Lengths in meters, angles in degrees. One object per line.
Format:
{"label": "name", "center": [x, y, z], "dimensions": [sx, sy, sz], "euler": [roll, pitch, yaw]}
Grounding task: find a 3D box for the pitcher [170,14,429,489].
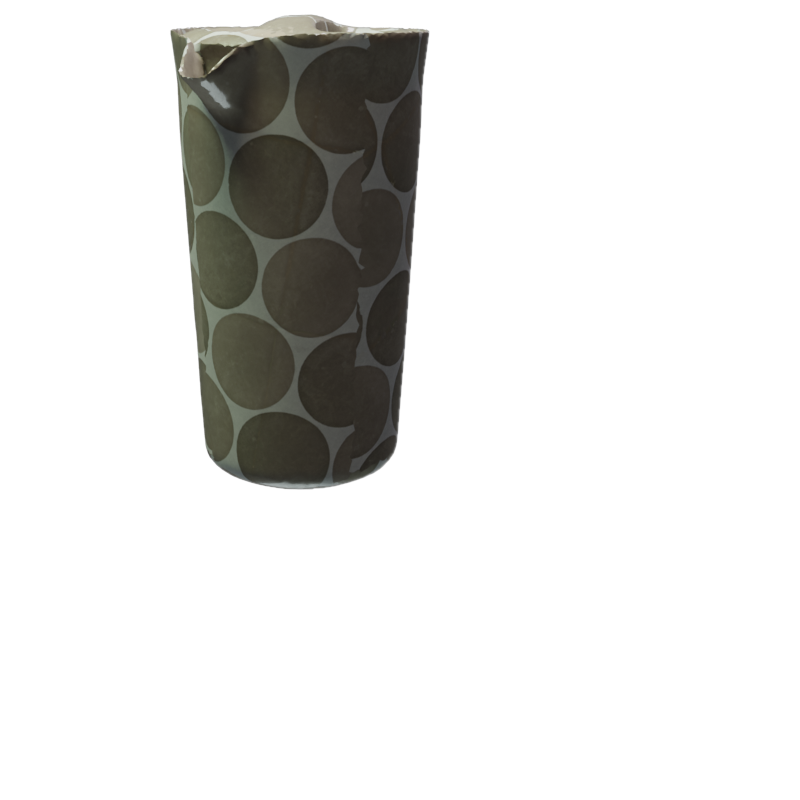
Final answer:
{"label": "pitcher", "center": [-0.047, -0.086, 0.605], "dimensions": [0.147, 0.235, 0.152], "euler": [-3, 16, -12]}
